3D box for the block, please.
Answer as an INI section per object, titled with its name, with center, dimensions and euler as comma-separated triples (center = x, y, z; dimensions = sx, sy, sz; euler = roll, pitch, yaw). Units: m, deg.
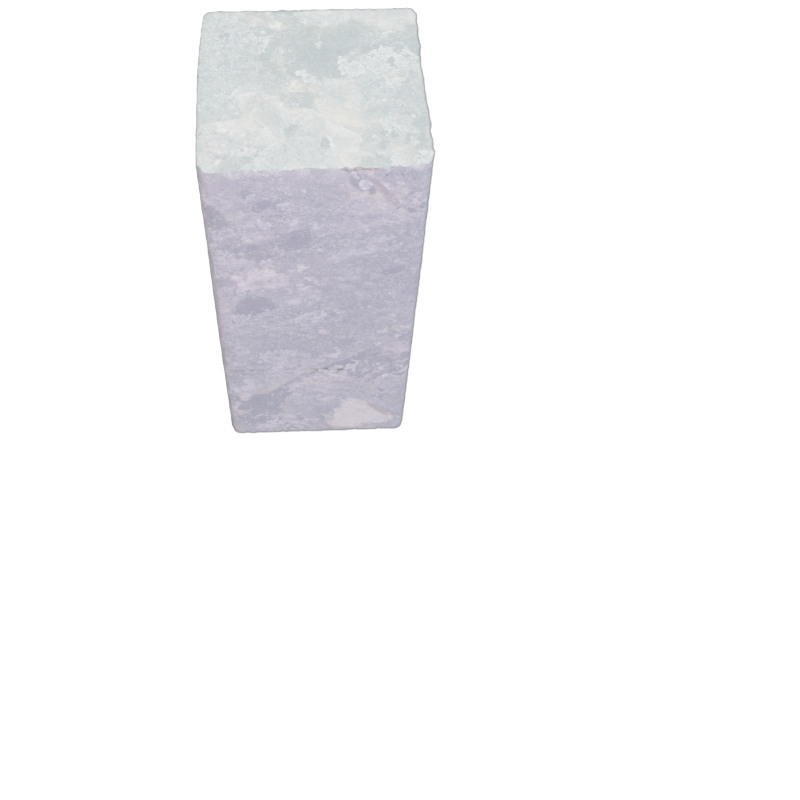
[block]
center = -0.040, -0.073, 0.513
dimensions = 0.090, 0.097, 0.193
euler = -1, -32, -4
